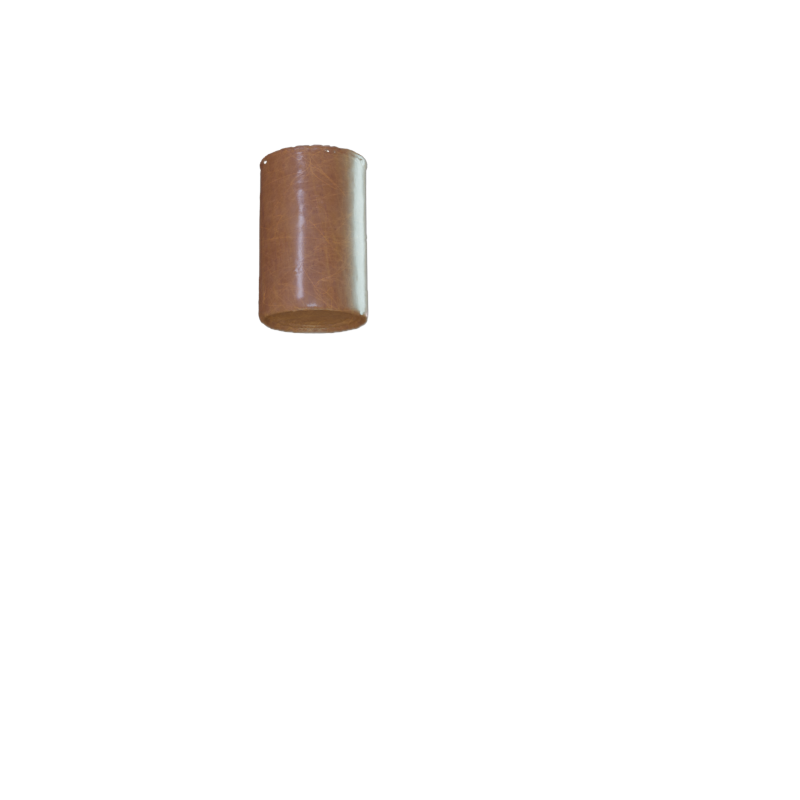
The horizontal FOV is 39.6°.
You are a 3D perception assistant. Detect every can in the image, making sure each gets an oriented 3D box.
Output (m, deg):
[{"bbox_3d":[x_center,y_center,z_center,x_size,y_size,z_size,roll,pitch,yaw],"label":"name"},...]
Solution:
[{"bbox_3d":[-0.053,-0.098,0.683,0.068,0.106,0.066,0,-15,-2],"label":"can"}]
